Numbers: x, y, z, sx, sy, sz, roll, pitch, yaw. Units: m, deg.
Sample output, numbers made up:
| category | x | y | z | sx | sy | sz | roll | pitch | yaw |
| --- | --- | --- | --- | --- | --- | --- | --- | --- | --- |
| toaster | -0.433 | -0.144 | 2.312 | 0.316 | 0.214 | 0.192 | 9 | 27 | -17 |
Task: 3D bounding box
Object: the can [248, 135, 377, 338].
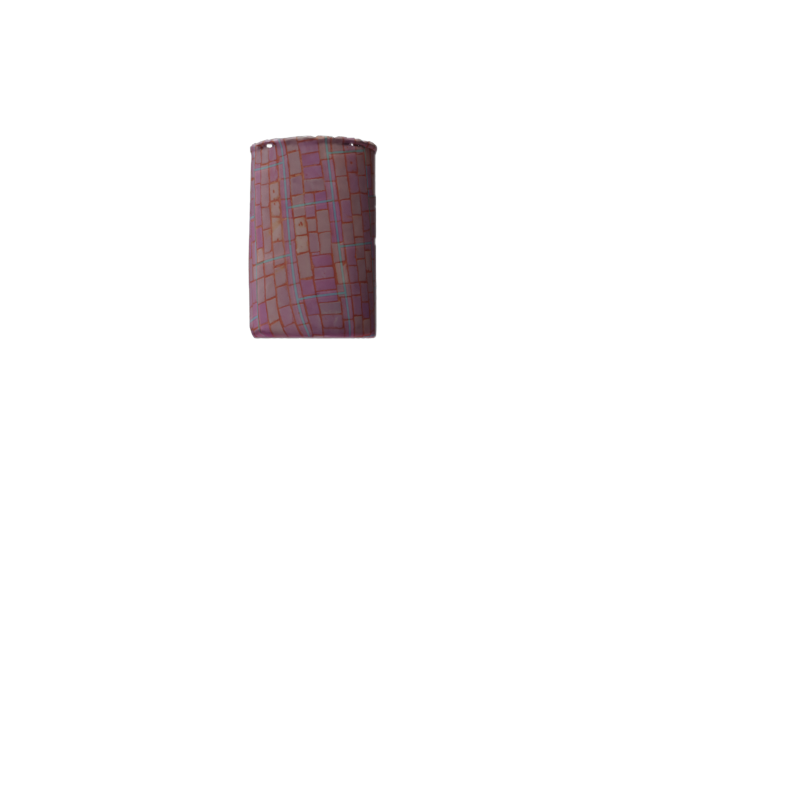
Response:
| category | x | y | z | sx | sy | sz | roll | pitch | yaw |
| --- | --- | --- | --- | --- | --- | --- | --- | --- | --- |
| can | -0.046 | -0.084 | 0.587 | 0.068 | 0.103 | 0.068 | 0 | -3 | -2 |
